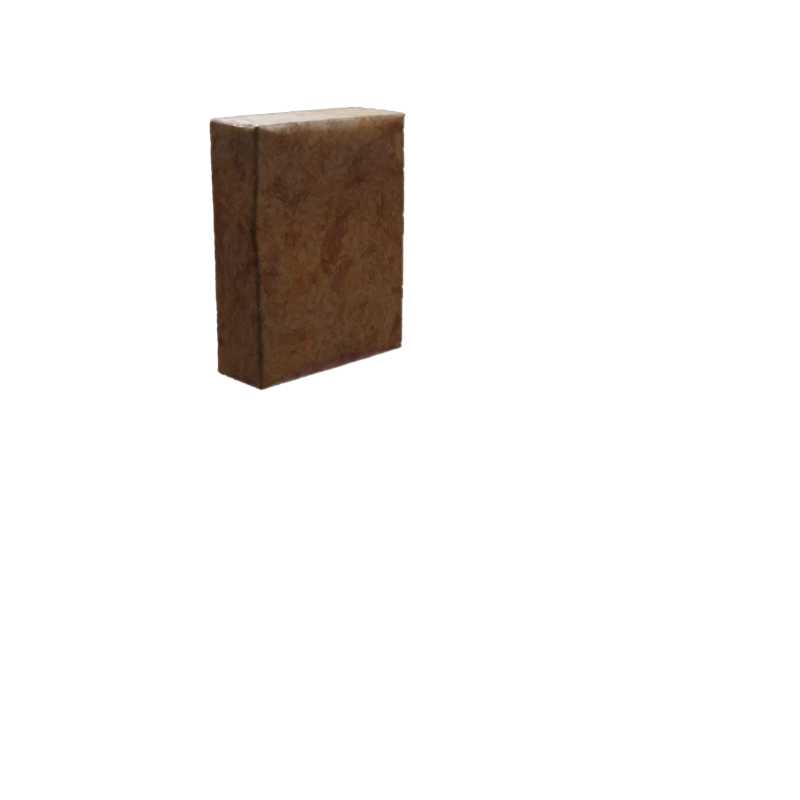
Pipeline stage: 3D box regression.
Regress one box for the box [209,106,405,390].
[{"bbox_3d":[-0.073,-0.133,0.930,0.160,0.207,0.076,-13,20,-41],"label":"box"}]
